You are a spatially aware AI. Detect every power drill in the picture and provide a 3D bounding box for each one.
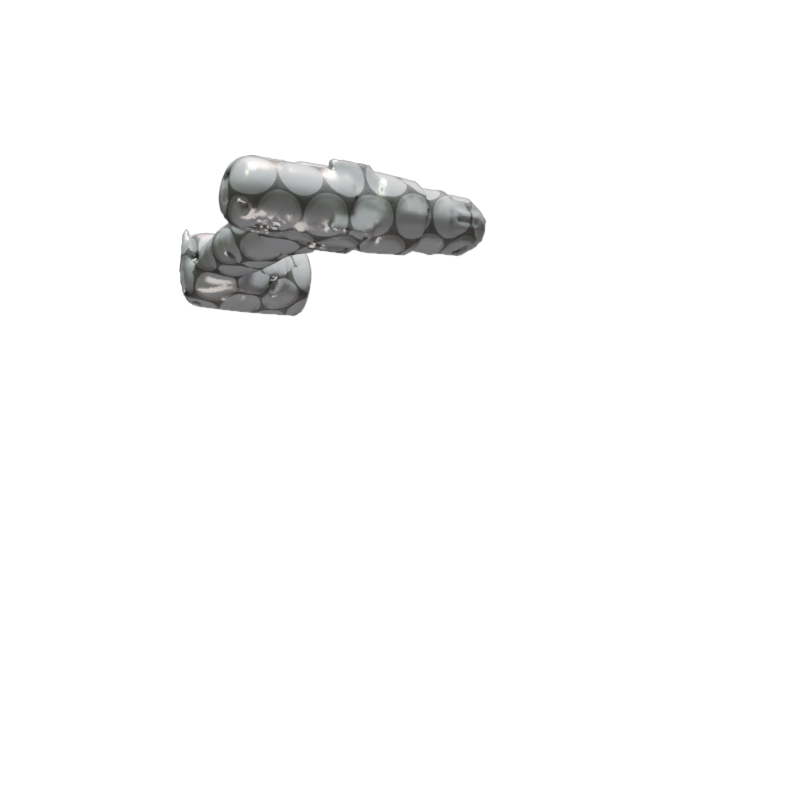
[{"bbox_3d":[-0.060,-0.109,0.766,0.177,0.060,0.187,8,-17,-27],"label":"power drill"}]
